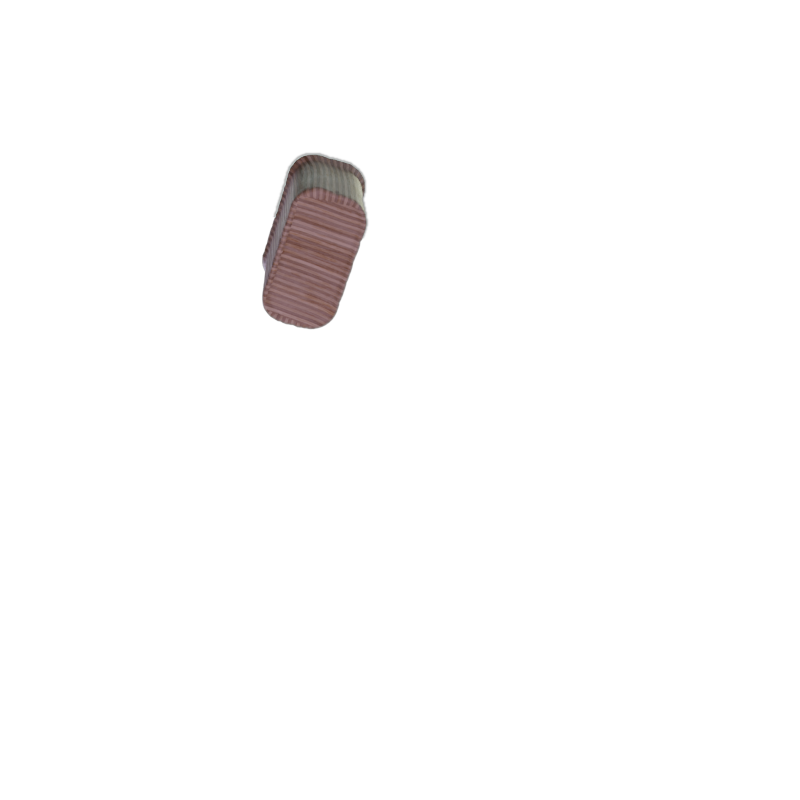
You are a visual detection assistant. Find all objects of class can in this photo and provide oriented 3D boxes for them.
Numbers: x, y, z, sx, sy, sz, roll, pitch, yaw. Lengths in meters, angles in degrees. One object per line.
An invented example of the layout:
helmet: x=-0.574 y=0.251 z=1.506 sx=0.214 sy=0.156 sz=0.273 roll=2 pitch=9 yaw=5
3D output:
can: x=-0.060 y=-0.109 z=0.762 sx=0.057 sy=0.099 sz=0.088 roll=16 pitch=20 yaw=-10
